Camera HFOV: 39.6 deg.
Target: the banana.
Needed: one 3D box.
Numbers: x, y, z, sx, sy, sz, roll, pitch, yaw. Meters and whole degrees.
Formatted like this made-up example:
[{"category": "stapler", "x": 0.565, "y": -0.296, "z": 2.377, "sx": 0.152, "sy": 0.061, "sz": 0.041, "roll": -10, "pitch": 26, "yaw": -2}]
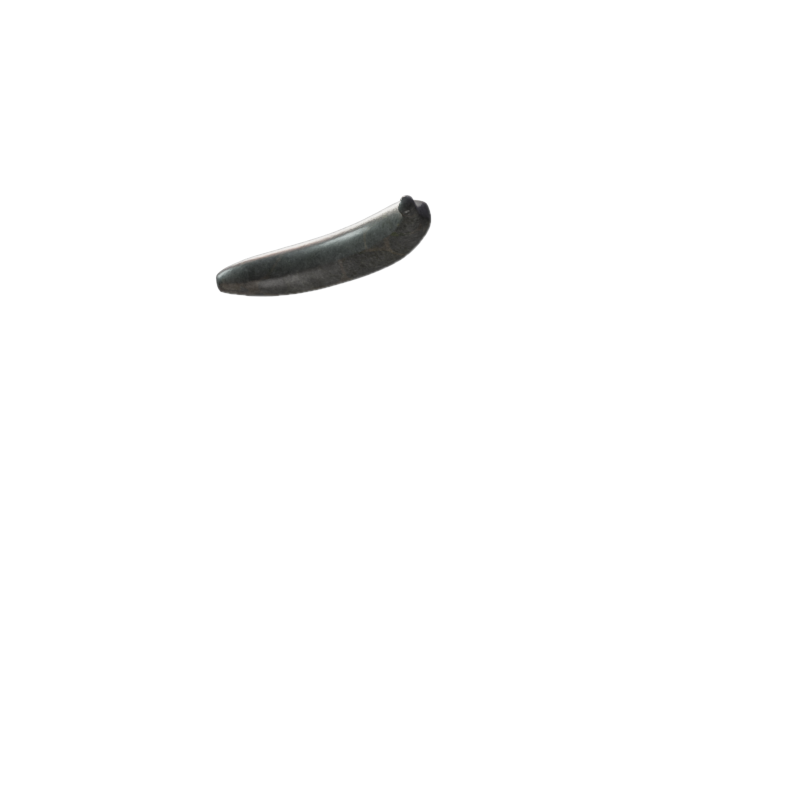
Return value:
[{"category": "banana", "x": -0.046, "y": -0.109, "z": 0.792, "sx": 0.200, "sy": 0.039, "sz": 0.065, "roll": -17, "pitch": -26, "yaw": 40}]
